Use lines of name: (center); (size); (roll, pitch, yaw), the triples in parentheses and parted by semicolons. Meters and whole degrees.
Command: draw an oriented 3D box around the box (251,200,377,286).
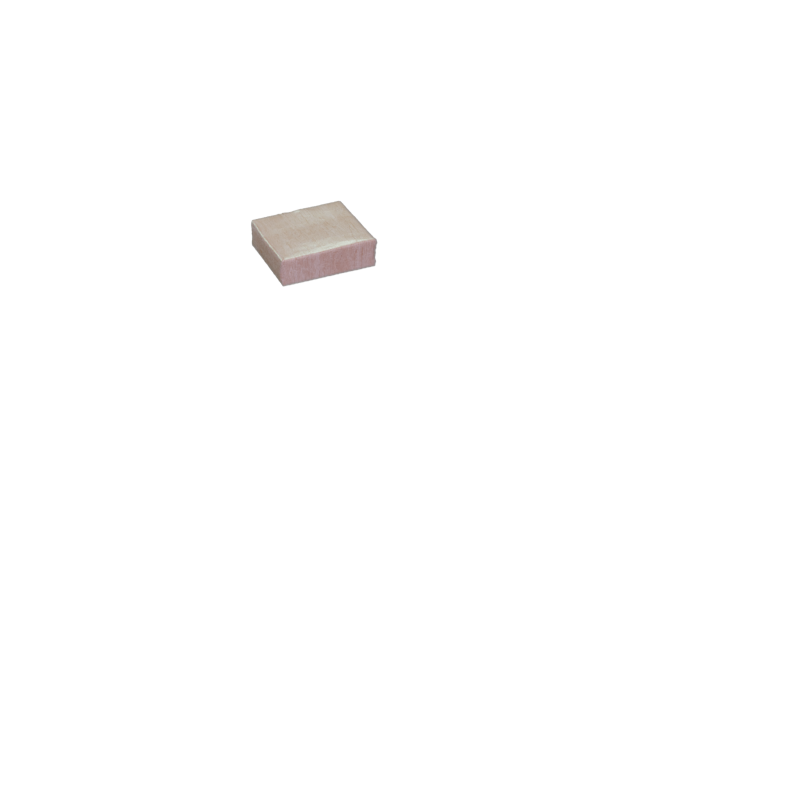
box: (-0.075, -0.136, 0.955); (0.088, 0.028, 0.079); (-16, 40, -20)
